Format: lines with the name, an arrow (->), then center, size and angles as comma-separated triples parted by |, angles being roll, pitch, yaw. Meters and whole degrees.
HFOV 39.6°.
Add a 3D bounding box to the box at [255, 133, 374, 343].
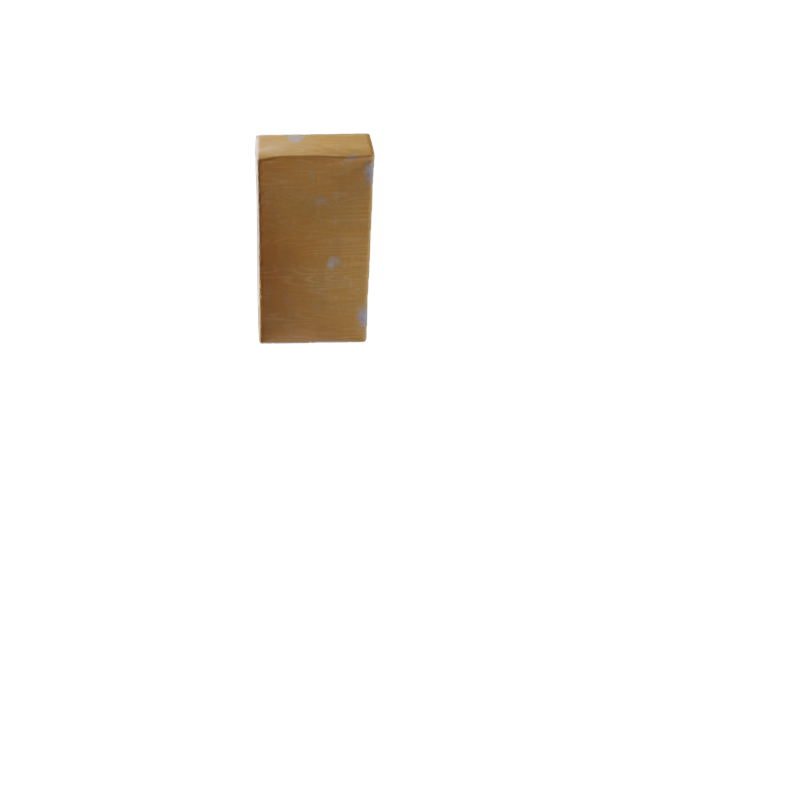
box -> -0.071, -0.128, 0.899 | 0.093, 0.165, 0.051 | -1, 36, -4
